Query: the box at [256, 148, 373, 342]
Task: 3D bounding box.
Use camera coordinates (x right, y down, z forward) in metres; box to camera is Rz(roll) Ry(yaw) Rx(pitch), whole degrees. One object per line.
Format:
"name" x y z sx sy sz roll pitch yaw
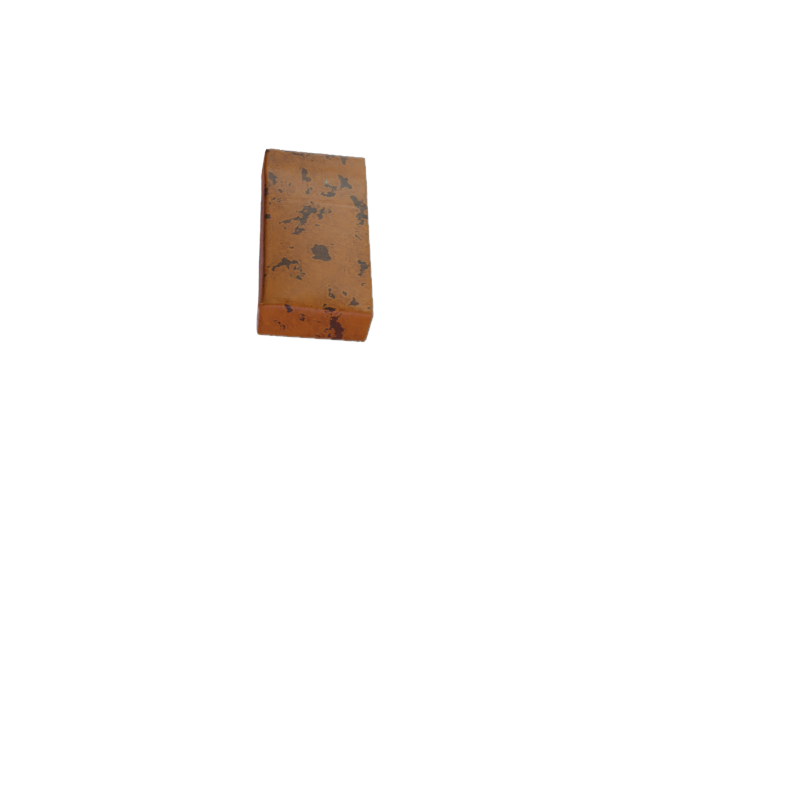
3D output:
"box" -0.074 -0.135 0.944 0.092 0.189 0.045 3 -39 -8
